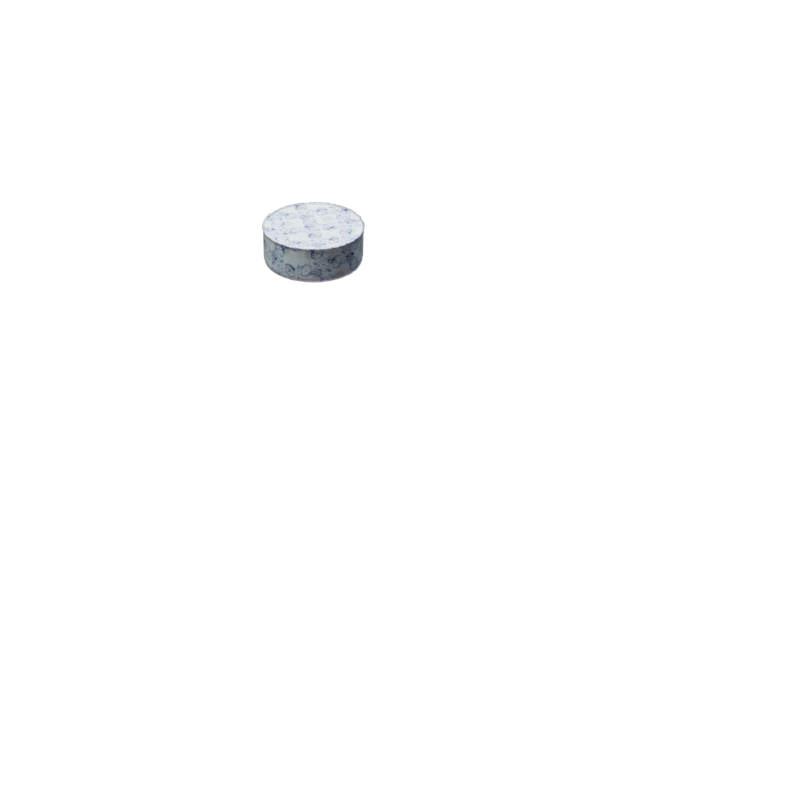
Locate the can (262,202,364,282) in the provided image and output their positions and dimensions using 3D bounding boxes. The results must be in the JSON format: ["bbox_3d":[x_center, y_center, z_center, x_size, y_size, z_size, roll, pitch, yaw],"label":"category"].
[{"bbox_3d":[-0.073,-0.133,0.934,0.086,0.031,0.092,-1,34,-2],"label":"can"}]
